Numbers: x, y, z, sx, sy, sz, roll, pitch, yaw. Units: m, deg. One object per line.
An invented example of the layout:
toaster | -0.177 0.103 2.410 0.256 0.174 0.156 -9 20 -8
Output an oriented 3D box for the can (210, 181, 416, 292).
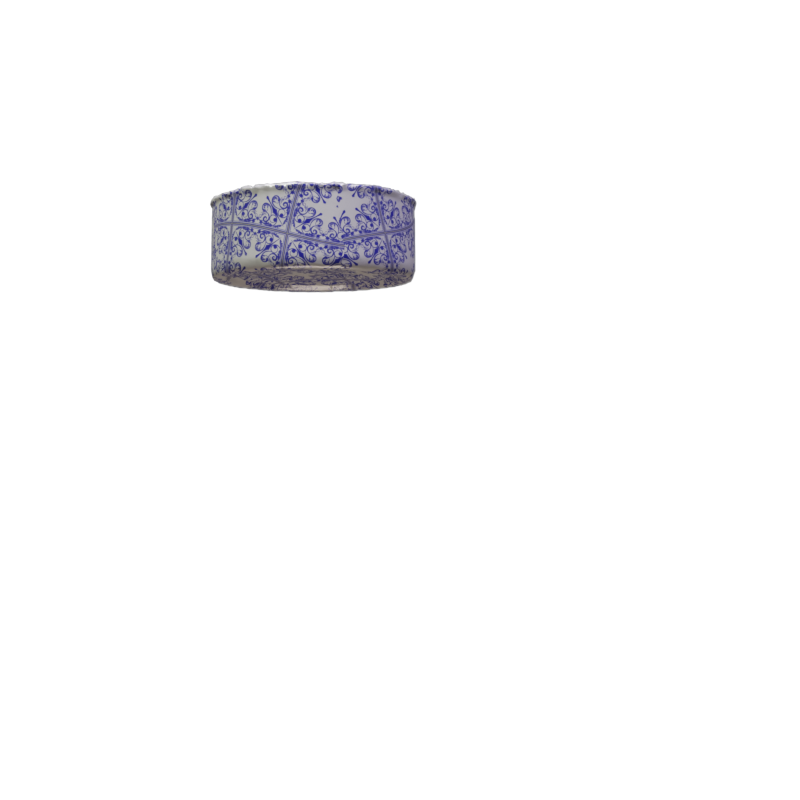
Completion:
can | -0.036 -0.066 0.460 0.086 0.034 0.085 0 -2 -2
